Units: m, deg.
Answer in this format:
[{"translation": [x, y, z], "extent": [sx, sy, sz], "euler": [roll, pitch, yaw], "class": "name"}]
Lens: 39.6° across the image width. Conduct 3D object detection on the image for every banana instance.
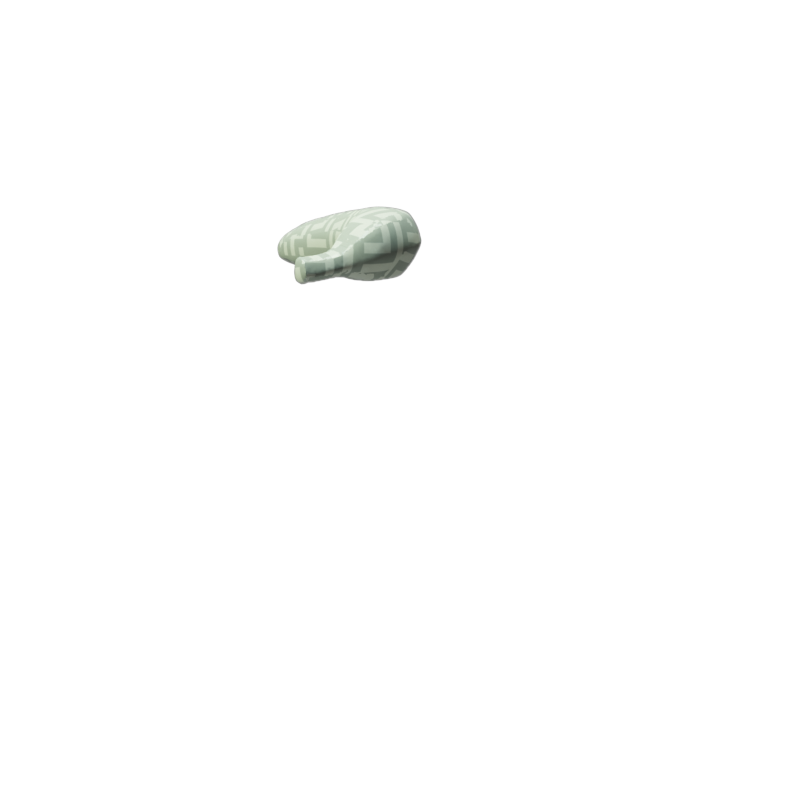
[{"translation": [-0.028, -0.085, 0.594], "extent": [0.069, 0.036, 0.201], "euler": [-1, 8, -8], "class": "banana"}]
